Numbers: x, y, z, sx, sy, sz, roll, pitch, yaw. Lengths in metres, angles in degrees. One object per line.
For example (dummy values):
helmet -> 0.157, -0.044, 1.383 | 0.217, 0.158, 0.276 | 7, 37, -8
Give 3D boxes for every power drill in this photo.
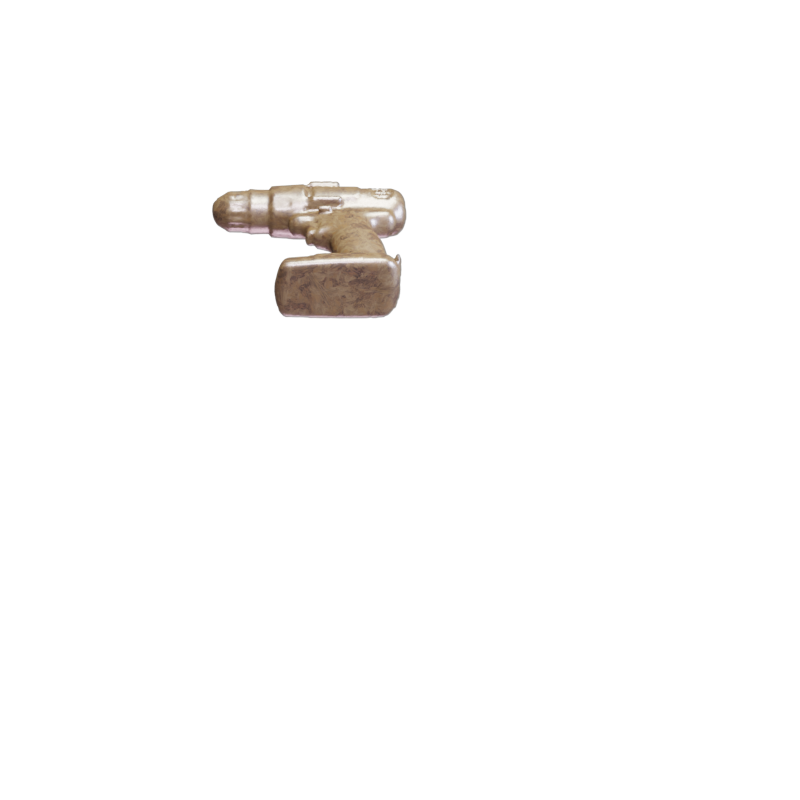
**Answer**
power drill -> -0.078, -0.142, 0.996 | 0.183, 0.054, 0.200 | -3, 33, -5
